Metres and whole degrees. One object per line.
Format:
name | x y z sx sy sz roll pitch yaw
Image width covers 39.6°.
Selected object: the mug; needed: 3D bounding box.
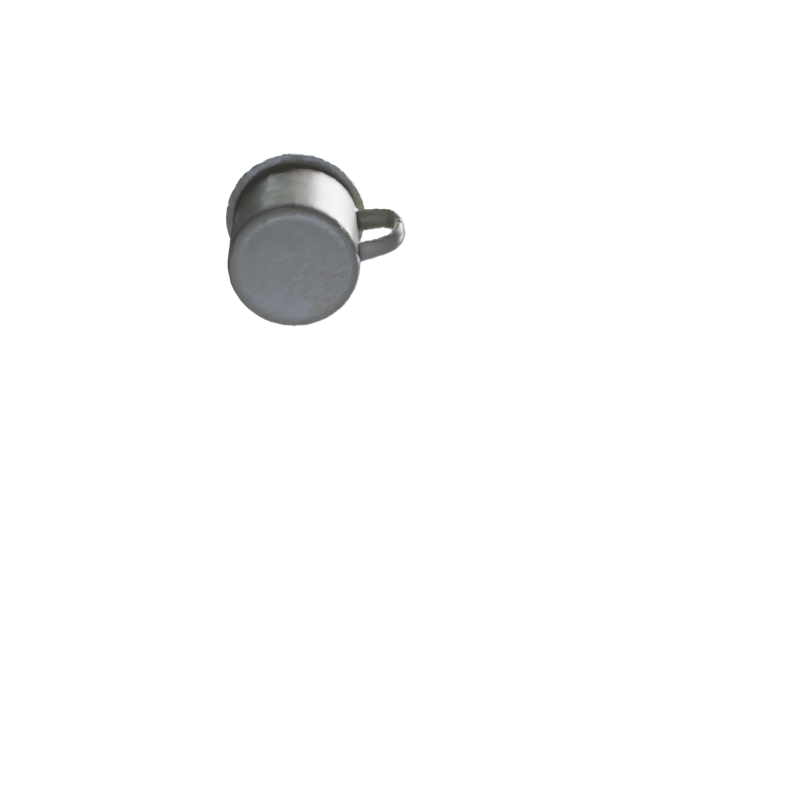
mug | -0.055 -0.101 0.706 0.117 0.088 0.086 -4 28 1
